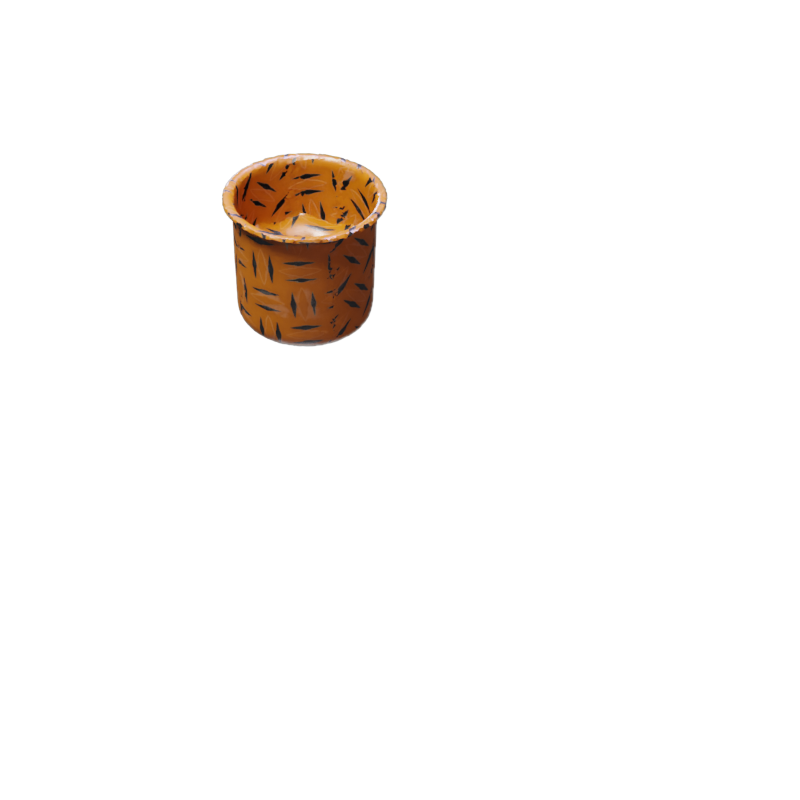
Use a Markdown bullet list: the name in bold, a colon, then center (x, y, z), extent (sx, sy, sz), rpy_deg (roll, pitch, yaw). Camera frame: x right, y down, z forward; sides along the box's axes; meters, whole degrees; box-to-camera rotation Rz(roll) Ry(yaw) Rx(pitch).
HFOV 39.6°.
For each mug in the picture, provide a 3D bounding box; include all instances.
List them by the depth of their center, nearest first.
- **mug**: center (-0.051, -0.093, 0.654), extent (0.096, 0.076, 0.122), rpy_deg (14, 41, 15)
